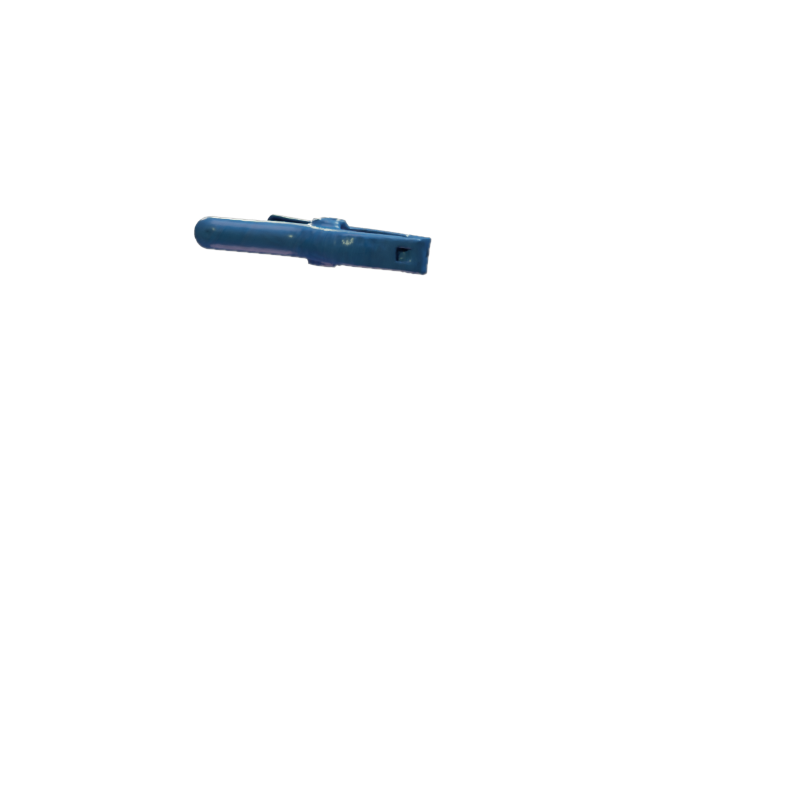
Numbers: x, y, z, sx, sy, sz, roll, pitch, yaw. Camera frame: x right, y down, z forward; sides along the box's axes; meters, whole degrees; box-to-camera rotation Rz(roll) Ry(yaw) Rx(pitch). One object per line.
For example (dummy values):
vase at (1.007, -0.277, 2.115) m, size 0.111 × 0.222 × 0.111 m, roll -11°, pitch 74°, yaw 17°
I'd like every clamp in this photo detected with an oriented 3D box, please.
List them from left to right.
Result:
clamp at (-0.065, -0.118, 0.826) m, size 0.179 × 0.038 × 0.118 m, roll 11°, pitch 19°, yaw 33°
